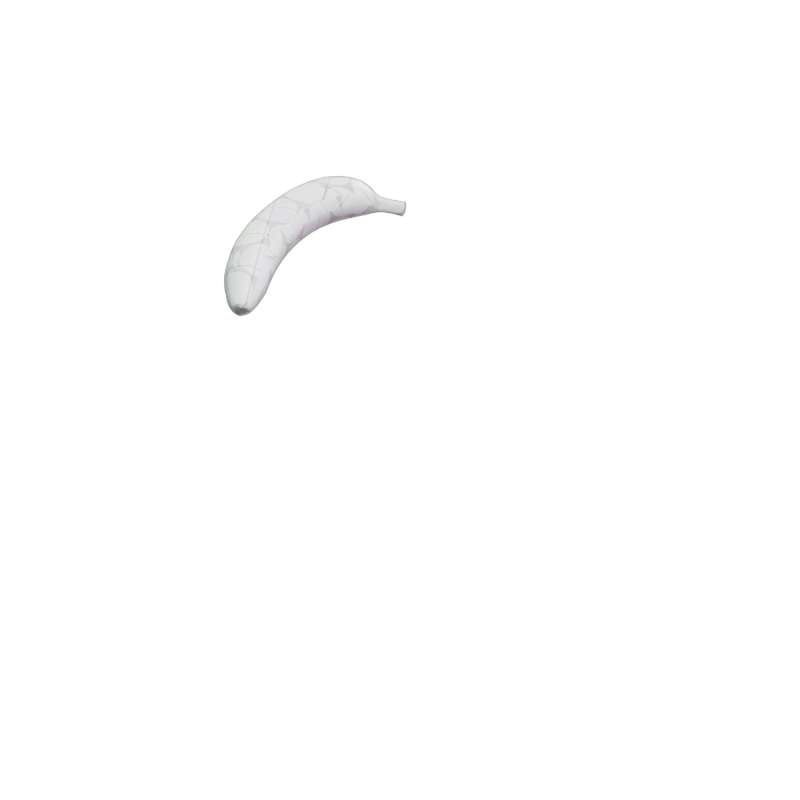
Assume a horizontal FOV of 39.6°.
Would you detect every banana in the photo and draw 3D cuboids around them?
[{"bbox_3d":[-0.078,-0.128,0.842,0.074,0.034,0.200,25,45,28],"label":"banana"}]
